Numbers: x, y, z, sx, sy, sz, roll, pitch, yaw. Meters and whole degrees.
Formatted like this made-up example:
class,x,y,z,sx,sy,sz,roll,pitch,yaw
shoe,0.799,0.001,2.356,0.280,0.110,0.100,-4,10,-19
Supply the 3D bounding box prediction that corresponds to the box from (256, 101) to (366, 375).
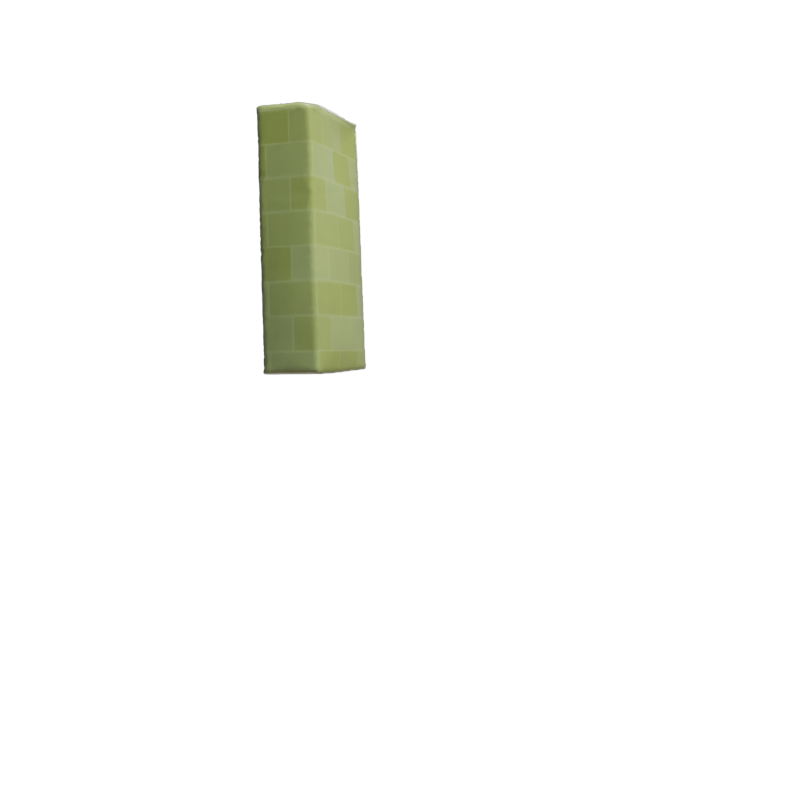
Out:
class,x,y,z,sx,sy,sz,roll,pitch,yaw
box,-0.059,-0.107,0.751,0.049,0.178,0.090,-1,-2,19
